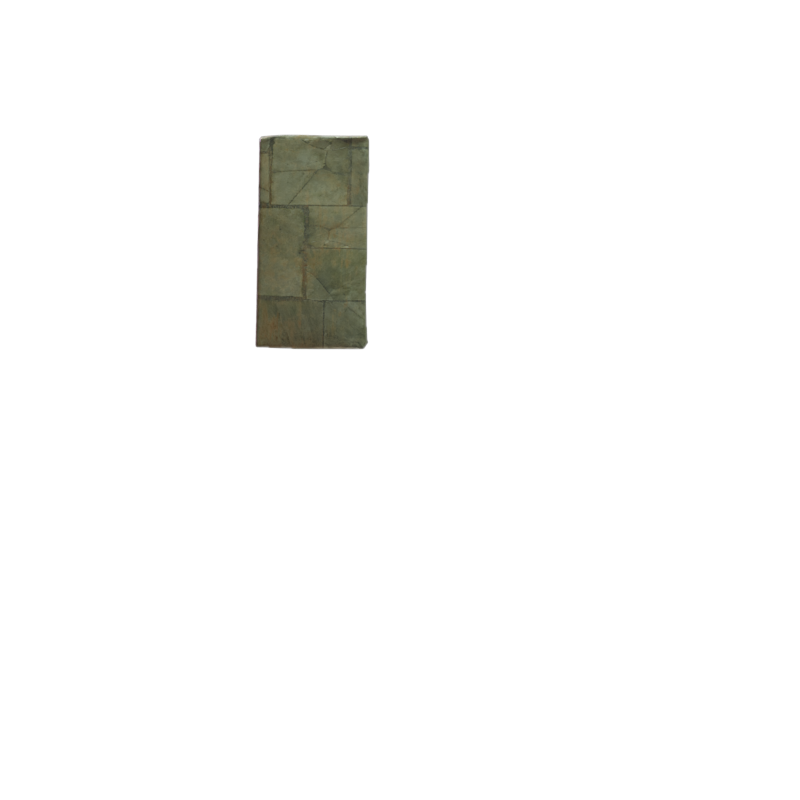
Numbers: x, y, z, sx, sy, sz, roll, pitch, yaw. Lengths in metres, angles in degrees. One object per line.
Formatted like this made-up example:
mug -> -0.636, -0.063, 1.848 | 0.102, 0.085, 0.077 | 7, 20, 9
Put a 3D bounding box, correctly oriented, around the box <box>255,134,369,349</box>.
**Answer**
box -> -0.073, -0.132, 0.924 | 0.094, 0.176, 0.048 | 0, 1, 2
